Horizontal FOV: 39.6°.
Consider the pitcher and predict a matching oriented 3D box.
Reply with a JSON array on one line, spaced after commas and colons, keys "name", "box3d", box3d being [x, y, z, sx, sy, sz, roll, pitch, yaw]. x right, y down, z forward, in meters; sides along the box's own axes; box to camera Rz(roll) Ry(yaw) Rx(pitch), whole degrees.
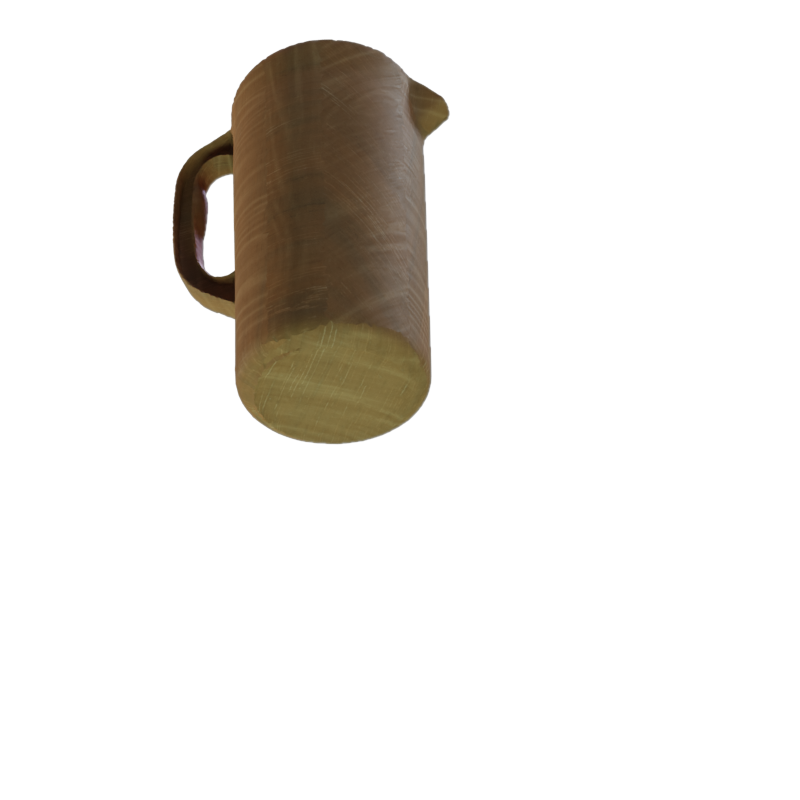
[{"name": "pitcher", "box3d": [-0.054, -0.098, 0.686, 0.139, 0.261, 0.145, 20, -46, -24]}]
